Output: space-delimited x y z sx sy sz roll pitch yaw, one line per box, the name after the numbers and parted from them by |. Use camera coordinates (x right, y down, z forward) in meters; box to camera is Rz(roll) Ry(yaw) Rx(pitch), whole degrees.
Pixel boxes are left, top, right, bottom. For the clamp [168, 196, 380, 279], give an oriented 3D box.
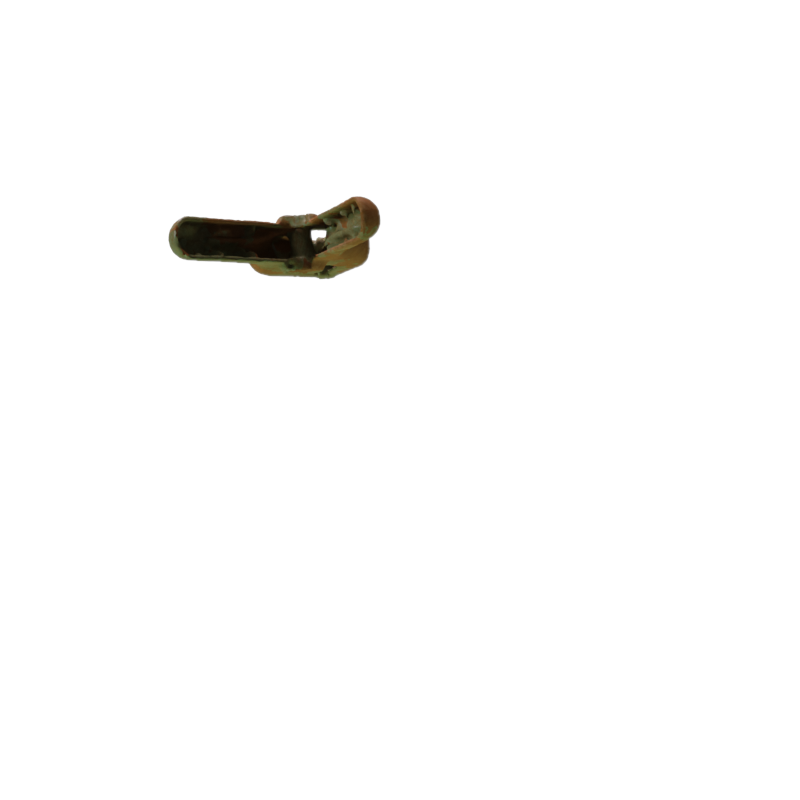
-0.053 -0.097 0.682 0.123 0.039 0.167 1 4 18 | clamp
